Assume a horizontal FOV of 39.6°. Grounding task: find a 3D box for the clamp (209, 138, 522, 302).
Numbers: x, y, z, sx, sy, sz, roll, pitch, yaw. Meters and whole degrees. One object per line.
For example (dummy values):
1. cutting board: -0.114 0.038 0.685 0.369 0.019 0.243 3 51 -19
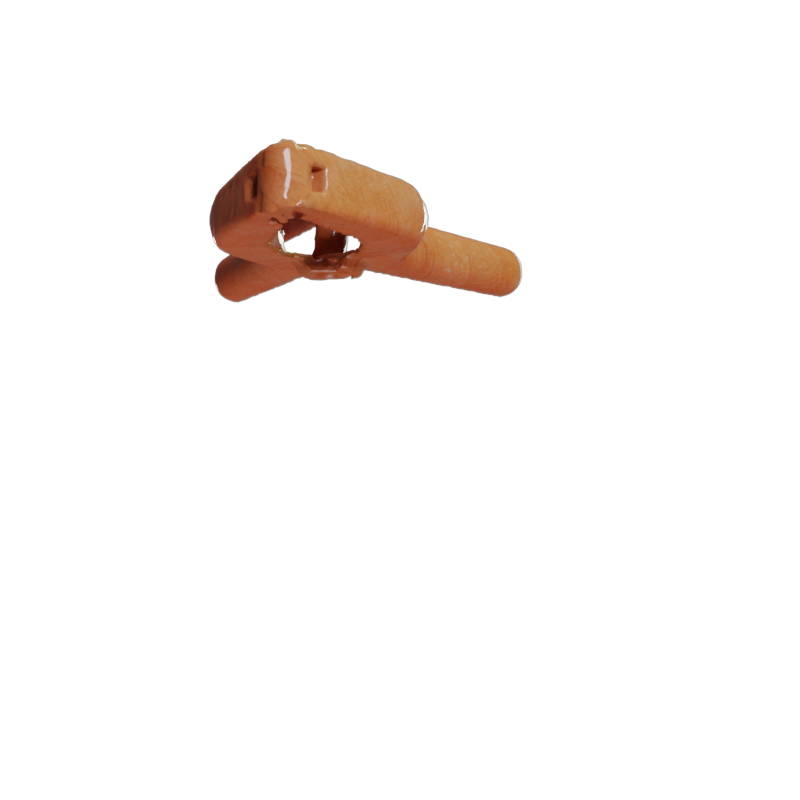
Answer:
1. clamp: -0.040 -0.074 0.516 0.168 0.037 0.201 -2 -6 17
